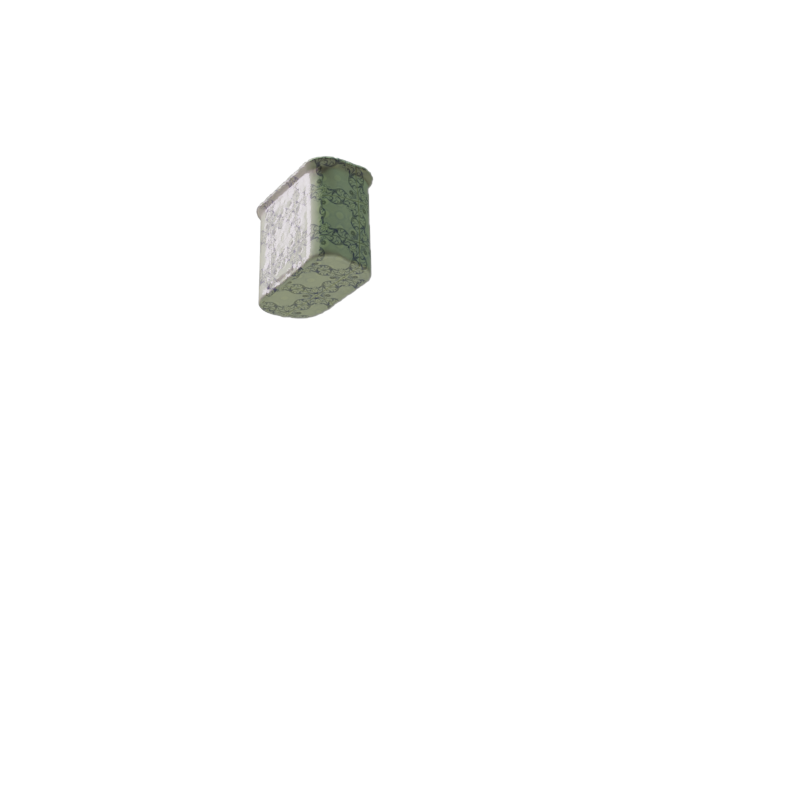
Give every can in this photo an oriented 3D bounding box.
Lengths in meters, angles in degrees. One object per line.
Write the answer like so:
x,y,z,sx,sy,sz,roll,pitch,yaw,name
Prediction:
-0.064,-0.117,0.817,0.055,0.089,0.101,17,-32,-31,can
